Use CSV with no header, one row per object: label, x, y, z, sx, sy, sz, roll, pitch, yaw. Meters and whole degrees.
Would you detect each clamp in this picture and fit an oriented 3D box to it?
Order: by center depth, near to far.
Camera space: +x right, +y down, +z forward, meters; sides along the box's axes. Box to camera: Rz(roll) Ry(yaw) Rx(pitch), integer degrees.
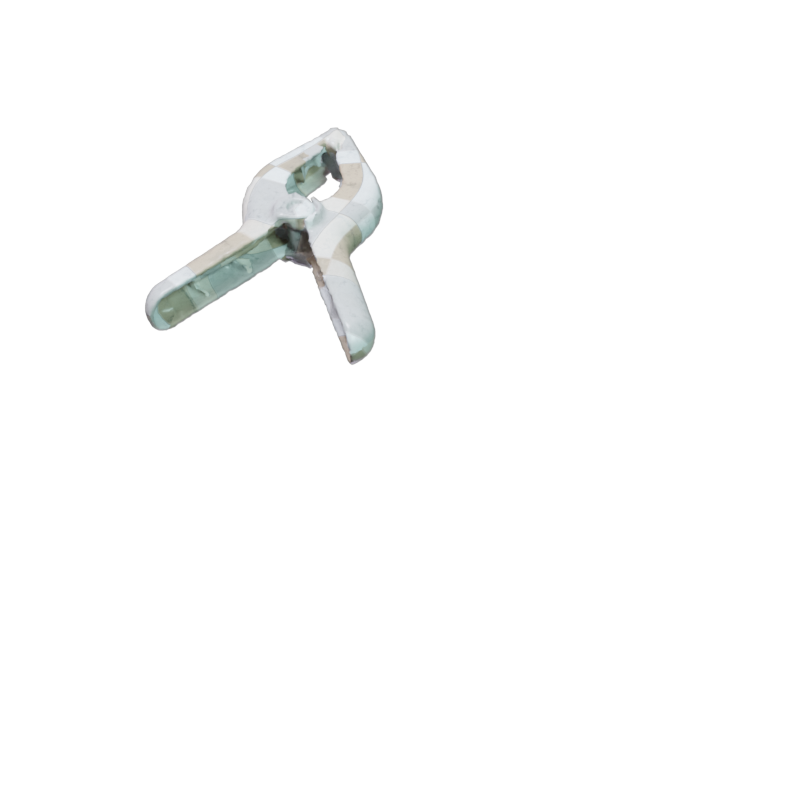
clamp,-0.047,-0.086,0.602,0.124,0.178,0.036,18,-38,15
